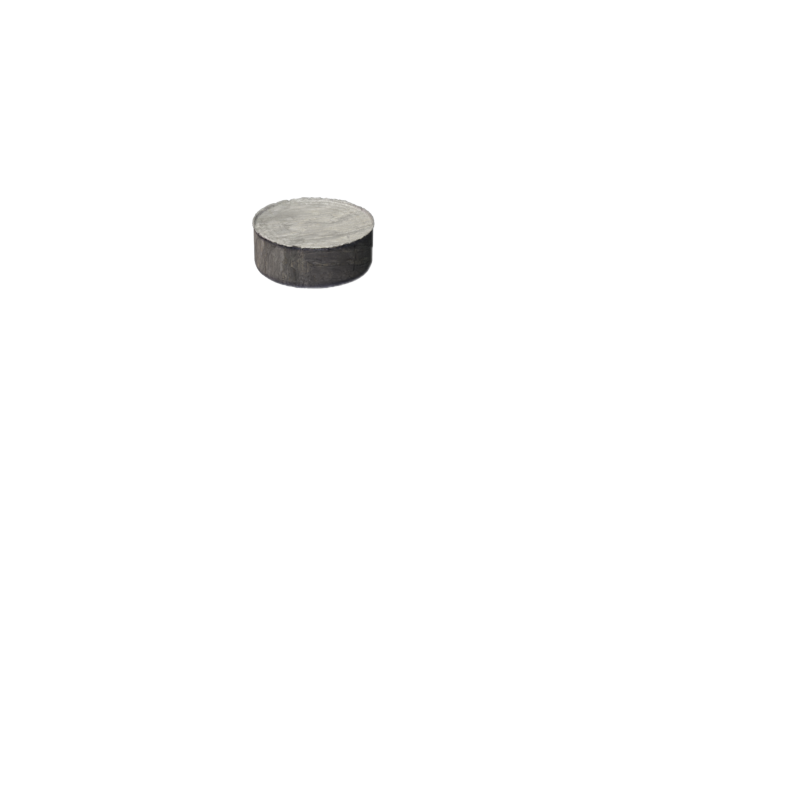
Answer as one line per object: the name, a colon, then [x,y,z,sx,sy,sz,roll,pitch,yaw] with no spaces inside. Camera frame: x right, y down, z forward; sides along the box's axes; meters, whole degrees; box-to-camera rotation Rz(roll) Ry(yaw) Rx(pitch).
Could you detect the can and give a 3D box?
can: [-0.061,-0.112,0.784,0.086,0.032,0.091,-1,31,-2]
